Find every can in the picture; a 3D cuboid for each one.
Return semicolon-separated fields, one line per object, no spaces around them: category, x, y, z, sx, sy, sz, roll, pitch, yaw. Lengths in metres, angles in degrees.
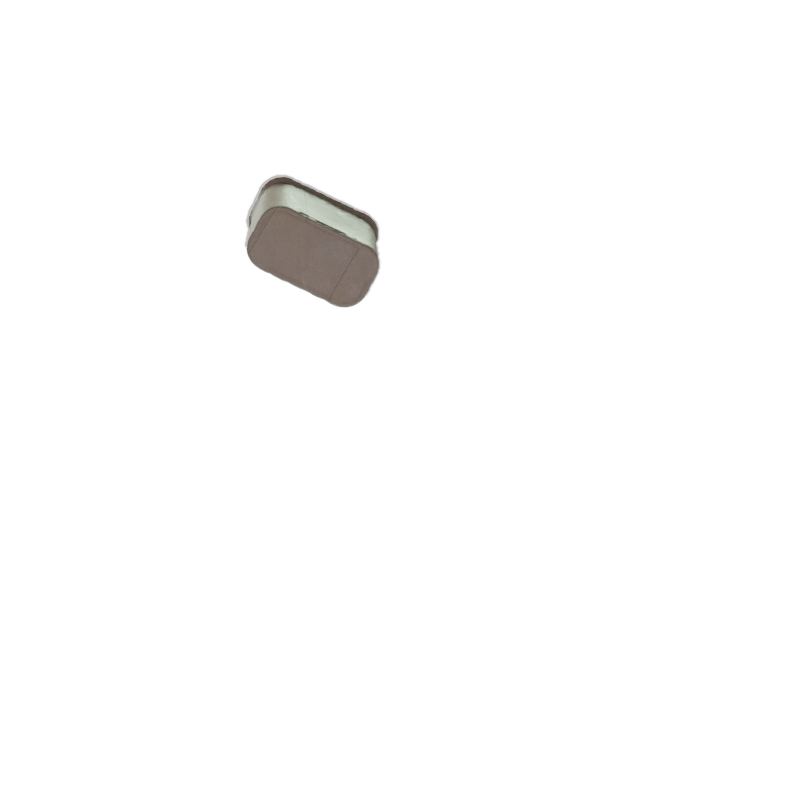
can;-0.066;-0.120;0.840;0.100;0.056;0.088;24;18;-10
